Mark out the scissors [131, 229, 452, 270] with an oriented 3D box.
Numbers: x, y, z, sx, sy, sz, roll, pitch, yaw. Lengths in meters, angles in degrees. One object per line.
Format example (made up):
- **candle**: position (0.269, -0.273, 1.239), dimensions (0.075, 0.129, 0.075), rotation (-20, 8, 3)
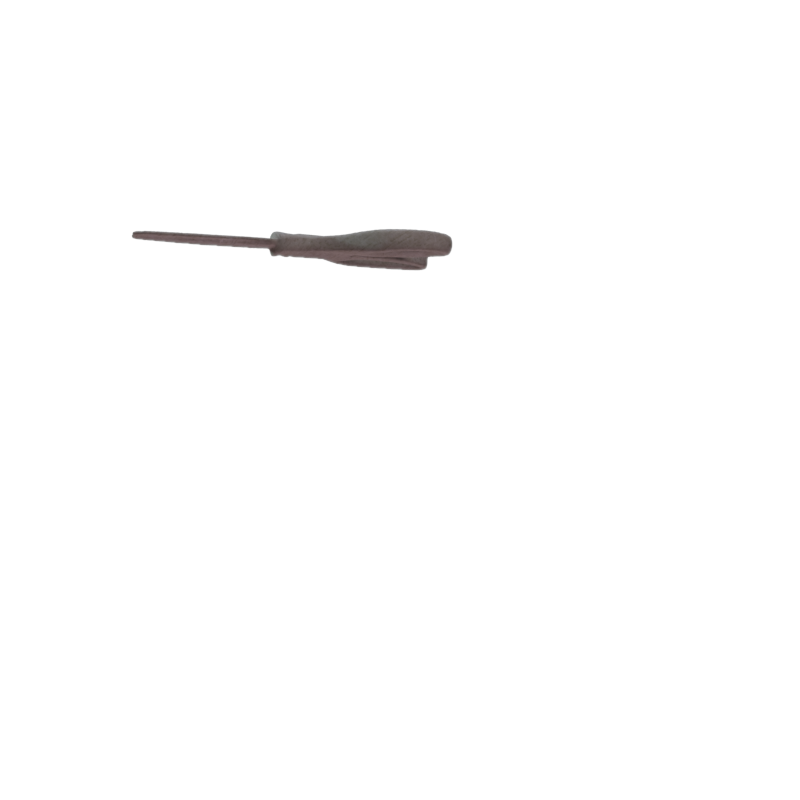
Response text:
- **scissors**: position (-0.054, -0.098, 0.685), dimensions (0.193, 0.016, 0.099), rotation (2, -3, -37)
